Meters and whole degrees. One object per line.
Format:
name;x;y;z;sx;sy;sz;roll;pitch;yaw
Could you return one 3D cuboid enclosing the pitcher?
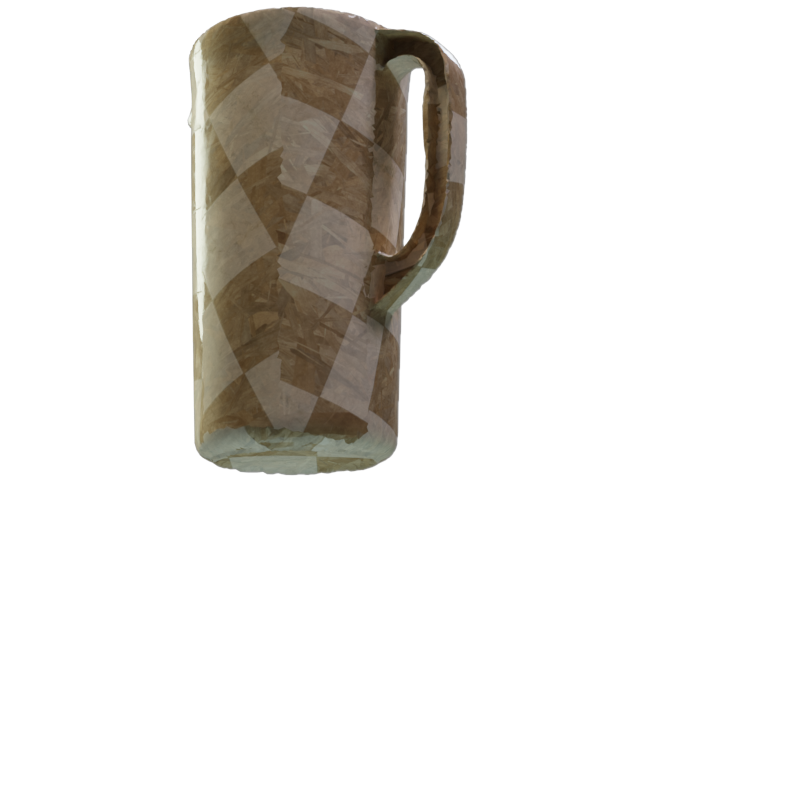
pitcher;-0.048;-0.088;0.617;0.143;0.254;0.145;3;-17;-12
